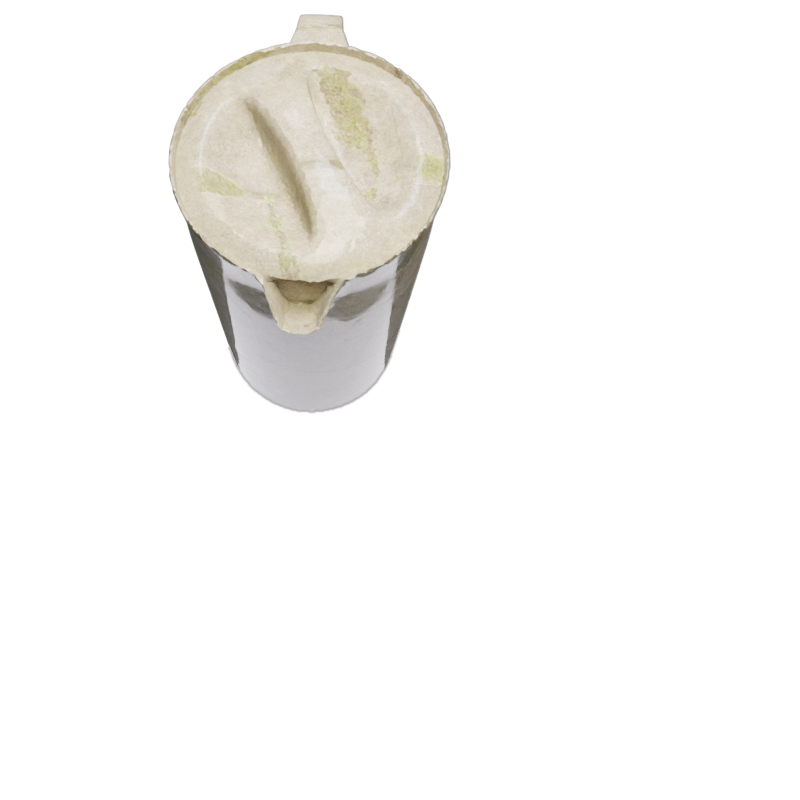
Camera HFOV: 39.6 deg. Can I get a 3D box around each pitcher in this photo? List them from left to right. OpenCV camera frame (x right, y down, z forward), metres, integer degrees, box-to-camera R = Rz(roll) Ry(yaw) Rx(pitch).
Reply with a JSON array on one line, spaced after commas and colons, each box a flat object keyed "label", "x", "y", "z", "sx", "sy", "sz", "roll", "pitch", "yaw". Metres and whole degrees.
[{"label": "pitcher", "x": -0.049, "y": -0.090, "z": 0.630, "sx": 0.150, "sy": 0.151, "sz": 0.231, "roll": -41, "pitch": -14, "yaw": -16}]
